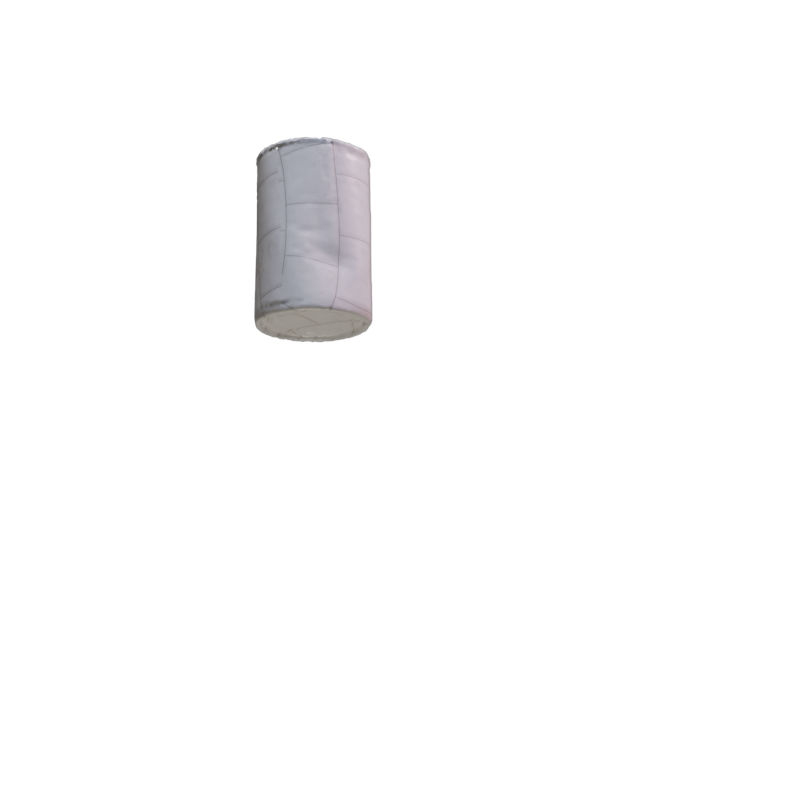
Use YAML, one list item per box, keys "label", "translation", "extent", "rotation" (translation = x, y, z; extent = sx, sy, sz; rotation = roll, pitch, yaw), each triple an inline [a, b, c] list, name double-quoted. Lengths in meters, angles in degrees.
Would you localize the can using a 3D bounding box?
- label: "can"
  translation: [-0.050, -0.091, 0.639]
  extent: [0.068, 0.107, 0.066]
  rotation: [0, -18, -2]
